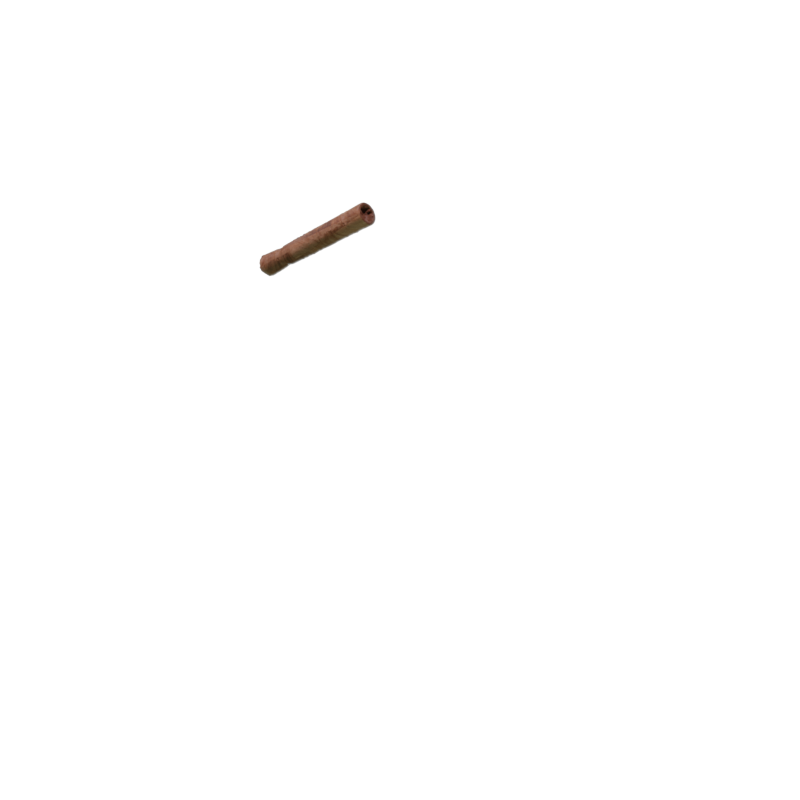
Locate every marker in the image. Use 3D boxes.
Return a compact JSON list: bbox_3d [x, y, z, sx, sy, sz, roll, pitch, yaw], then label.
[{"bbox_3d":[-0.069,-0.126,0.882,0.122,0.020,0.019,-20,-10,39],"label":"marker"}]
